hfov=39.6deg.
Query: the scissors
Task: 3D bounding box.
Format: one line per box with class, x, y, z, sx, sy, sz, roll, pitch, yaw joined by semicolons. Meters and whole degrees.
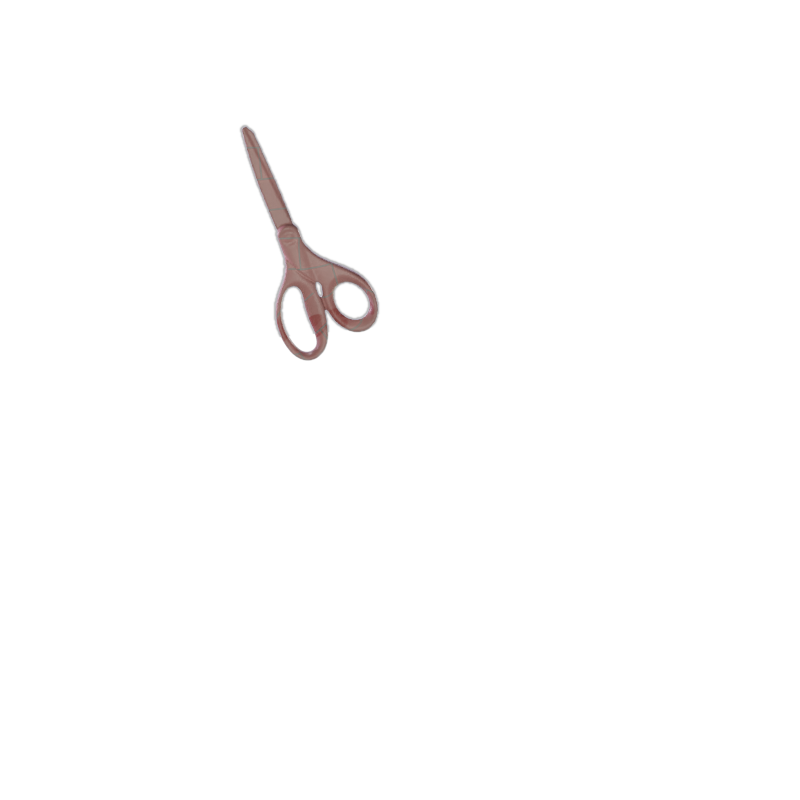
scissors;-0.072;-0.131;0.919;0.096;0.196;0.016;-5;12;1
